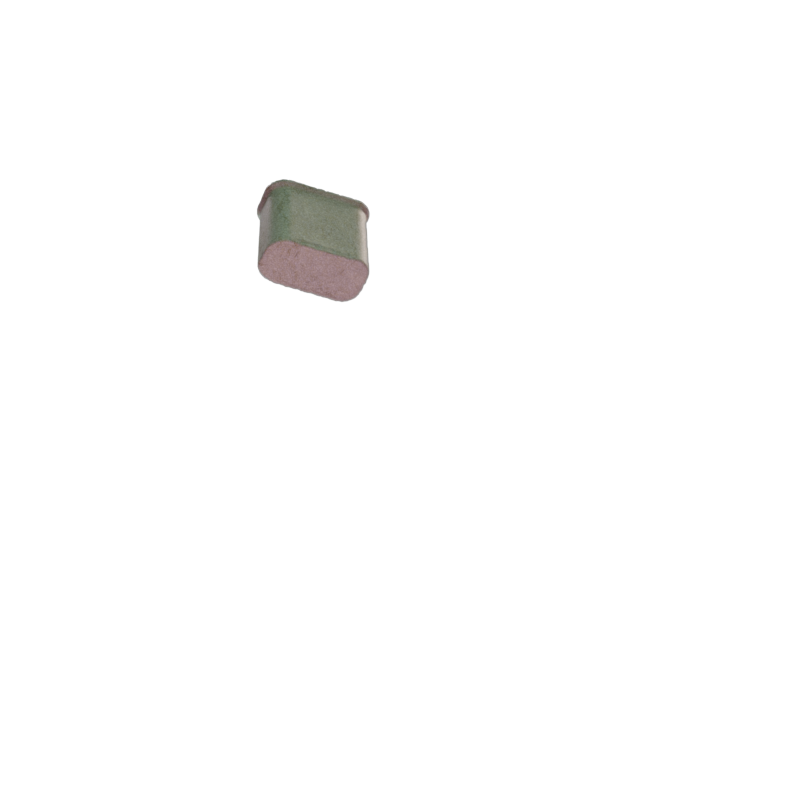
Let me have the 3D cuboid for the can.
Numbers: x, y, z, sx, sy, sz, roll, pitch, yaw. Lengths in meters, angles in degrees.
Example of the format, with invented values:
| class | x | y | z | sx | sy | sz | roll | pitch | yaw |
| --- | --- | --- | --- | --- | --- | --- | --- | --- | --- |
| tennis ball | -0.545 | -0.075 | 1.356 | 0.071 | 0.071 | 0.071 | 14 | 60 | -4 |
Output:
| class | x | y | z | sx | sy | sz | roll | pitch | yaw |
| --- | --- | --- | --- | --- | --- | --- | --- | --- | --- |
| can | -0.078 | -0.142 | 0.996 | 0.099 | 0.090 | 0.055 | 15 | -48 | -16 |
